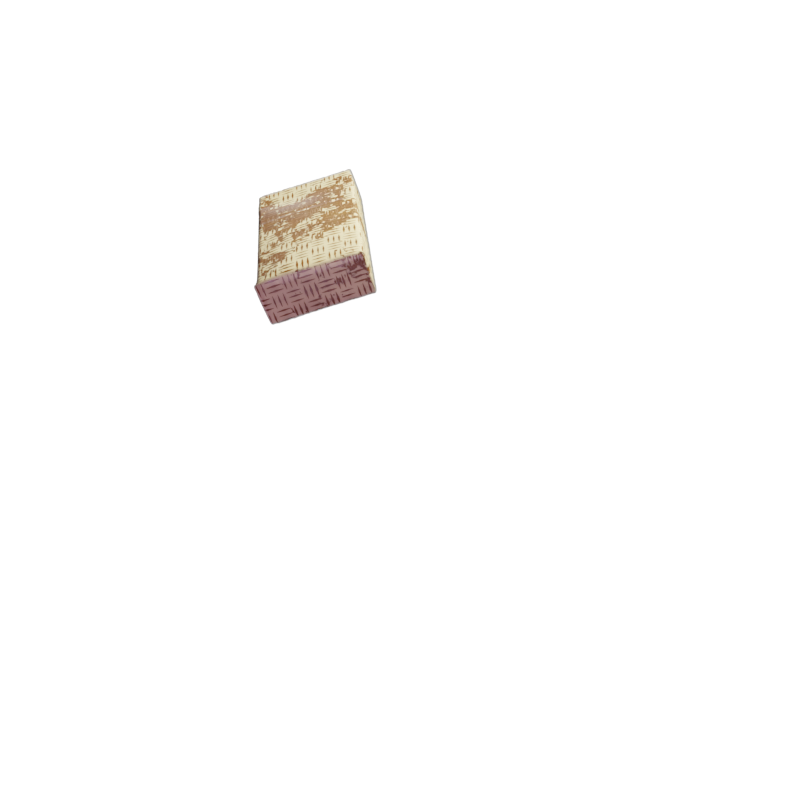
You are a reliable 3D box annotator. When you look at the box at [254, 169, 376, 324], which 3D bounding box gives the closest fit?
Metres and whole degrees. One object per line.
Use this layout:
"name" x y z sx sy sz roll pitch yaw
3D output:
"box" -0.075 -0.136 0.956 0.094 0.045 0.187 -17 30 6
